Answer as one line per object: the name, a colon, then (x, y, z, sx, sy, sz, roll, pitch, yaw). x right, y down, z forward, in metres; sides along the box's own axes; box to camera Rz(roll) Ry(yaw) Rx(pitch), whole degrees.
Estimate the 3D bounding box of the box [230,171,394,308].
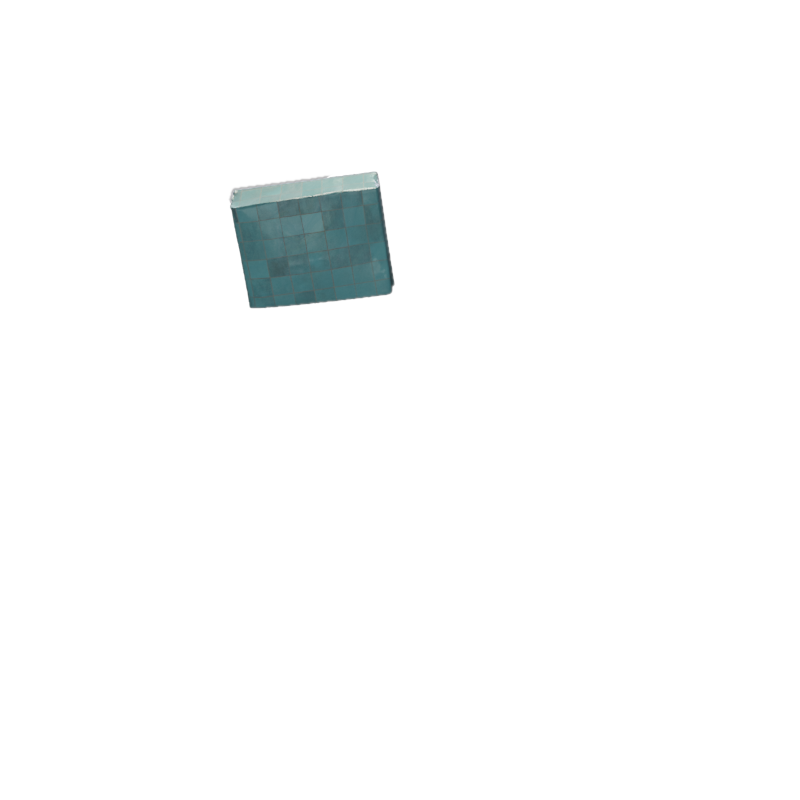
box: (-0.066, -0.120, 0.839, 0.114, 0.085, 0.041, -7, 26, 3)
